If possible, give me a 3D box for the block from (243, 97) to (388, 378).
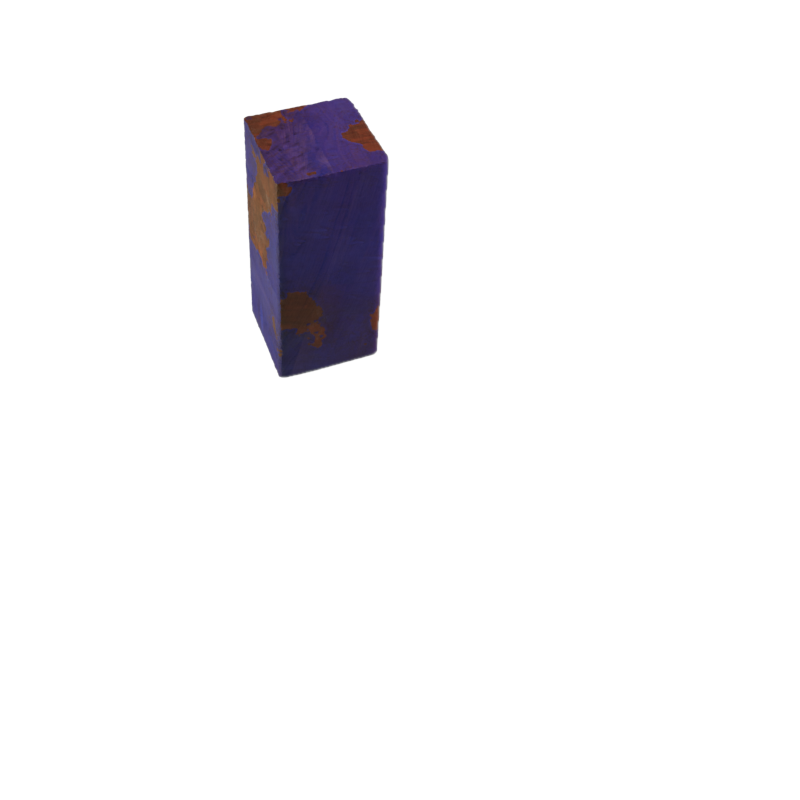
[{"bbox_3d":[-0.069,-0.128,0.897,0.089,0.192,0.098,-13,47,-16],"label":"block"}]
